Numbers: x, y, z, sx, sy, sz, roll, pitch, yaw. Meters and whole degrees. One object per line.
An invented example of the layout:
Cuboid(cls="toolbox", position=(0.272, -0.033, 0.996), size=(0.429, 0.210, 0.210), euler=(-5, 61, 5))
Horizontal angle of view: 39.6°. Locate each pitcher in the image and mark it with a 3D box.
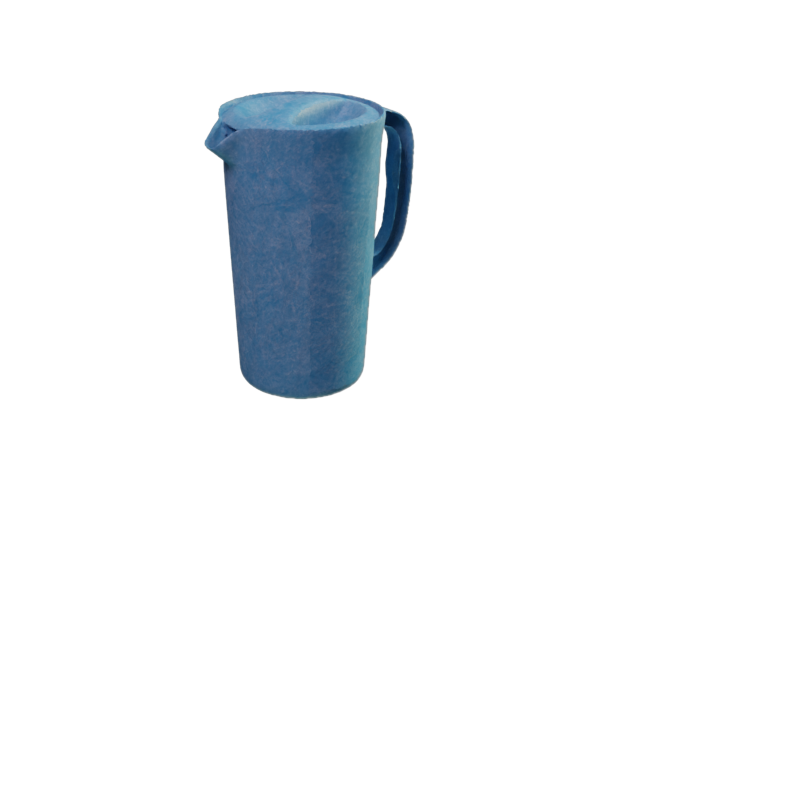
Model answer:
Cuboid(cls="pitcher", position=(-0.072, -0.132, 0.925), size=(0.151, 0.231, 0.150), euler=(5, 24, 9))
